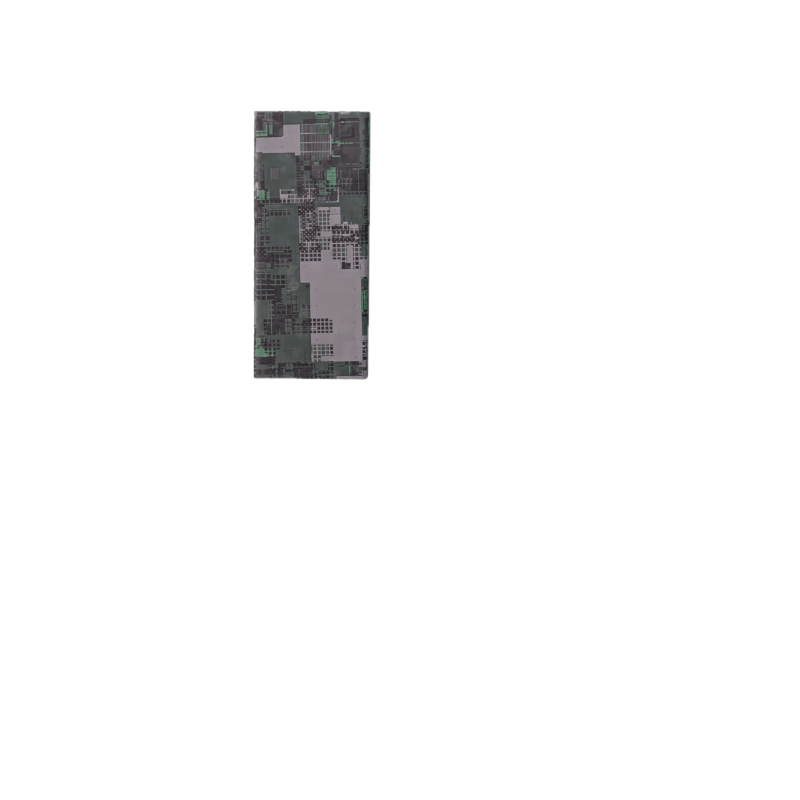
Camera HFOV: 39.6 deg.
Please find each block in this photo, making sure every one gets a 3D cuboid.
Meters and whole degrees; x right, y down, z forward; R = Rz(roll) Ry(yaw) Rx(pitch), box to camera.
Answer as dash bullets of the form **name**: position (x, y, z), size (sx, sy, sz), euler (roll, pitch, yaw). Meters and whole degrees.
- **block**: position (-0.069, -0.127, 0.890), size (0.091, 0.204, 0.091), euler (0, 6, 0)
